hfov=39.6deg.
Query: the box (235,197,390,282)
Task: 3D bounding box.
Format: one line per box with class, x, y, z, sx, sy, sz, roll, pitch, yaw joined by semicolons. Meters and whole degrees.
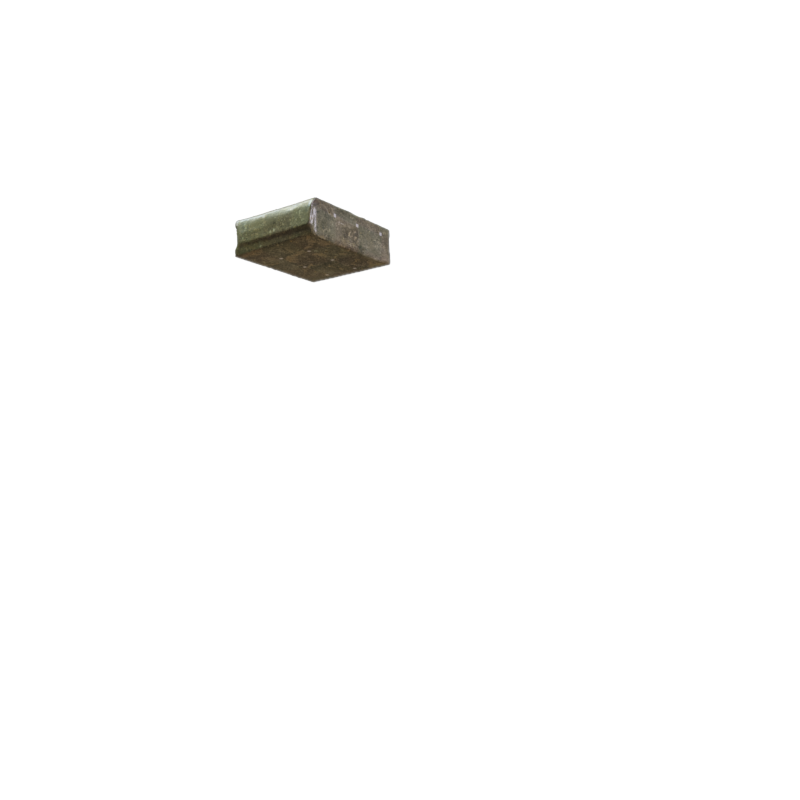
box;-0.062;-0.112;0.786;0.075;0.031;0.084;-10;-16;37
